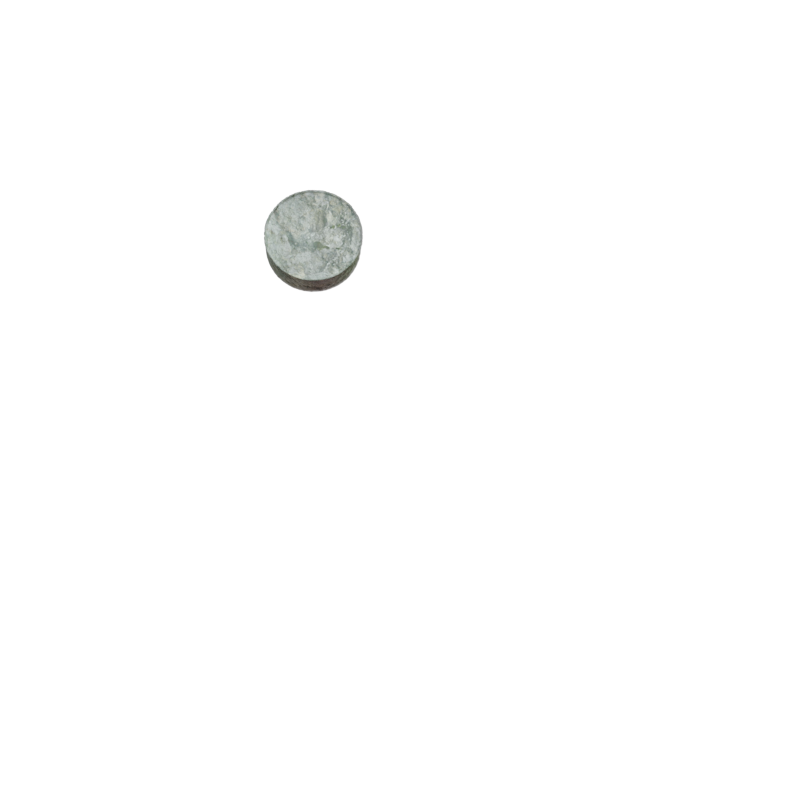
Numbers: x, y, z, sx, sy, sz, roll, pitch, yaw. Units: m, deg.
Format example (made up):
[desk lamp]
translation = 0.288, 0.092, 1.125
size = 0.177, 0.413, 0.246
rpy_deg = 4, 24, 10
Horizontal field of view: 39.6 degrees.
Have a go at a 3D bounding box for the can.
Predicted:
[can]
translation = -0.076, -0.139, 0.974
size = 0.086, 0.090, 0.032
rpy_deg = -1, -22, -1
